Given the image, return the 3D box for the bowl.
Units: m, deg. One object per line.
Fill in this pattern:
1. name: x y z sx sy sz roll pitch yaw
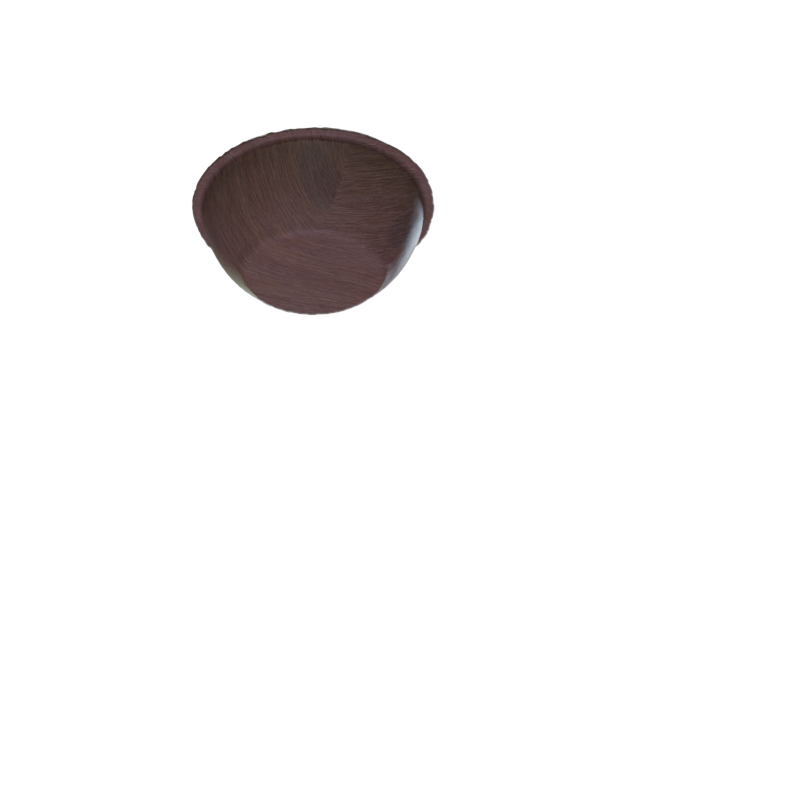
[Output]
1. bowl: -0.057 -0.103 0.724 0.162 0.059 0.152 1 -33 -2
